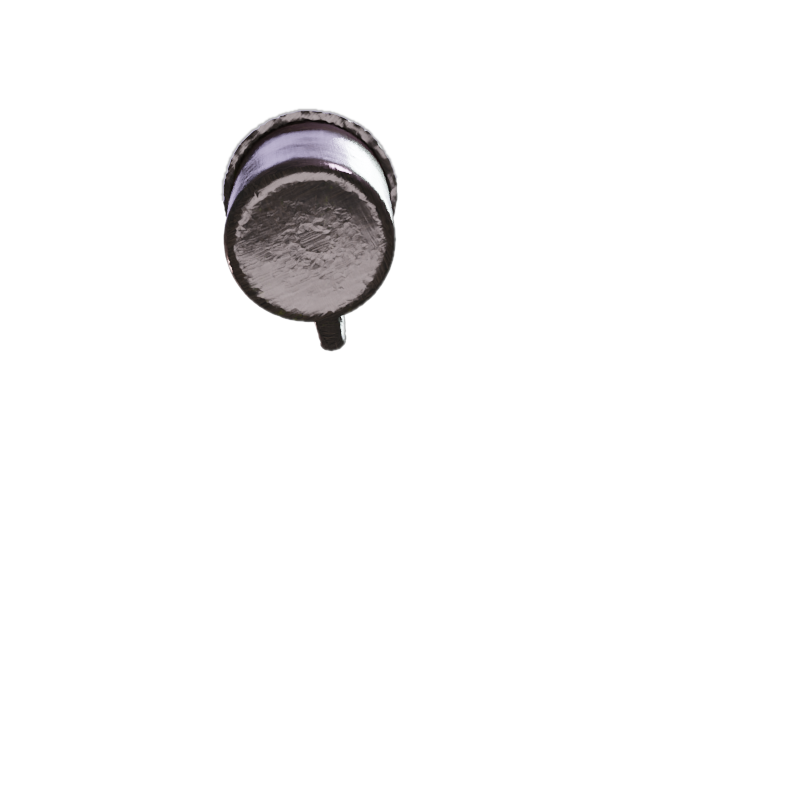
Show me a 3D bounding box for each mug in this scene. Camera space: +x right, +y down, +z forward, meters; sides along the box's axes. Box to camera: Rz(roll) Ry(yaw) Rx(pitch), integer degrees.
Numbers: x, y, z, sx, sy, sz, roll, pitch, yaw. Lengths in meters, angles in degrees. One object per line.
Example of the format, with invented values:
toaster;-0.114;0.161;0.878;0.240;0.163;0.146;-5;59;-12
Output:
mug;-0.044;-0.080;0.557;0.093;0.111;0.086;-7;23;1
